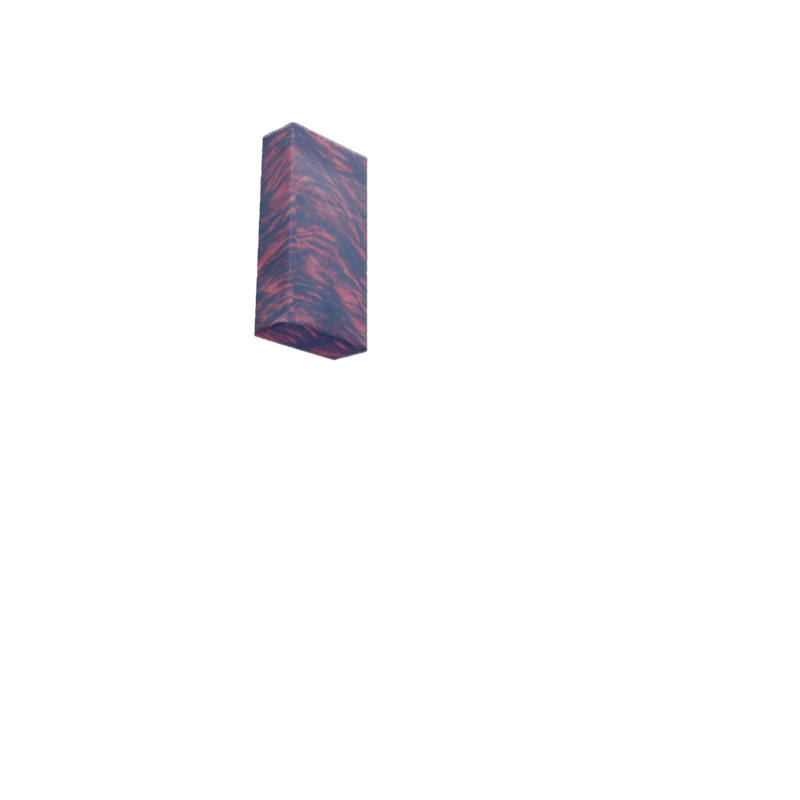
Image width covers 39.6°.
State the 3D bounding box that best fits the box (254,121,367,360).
[{"bbox_3d":[-0.071,-0.130,0.909,0.048,0.186,0.088,-22,-30,39],"label":"box"}]
